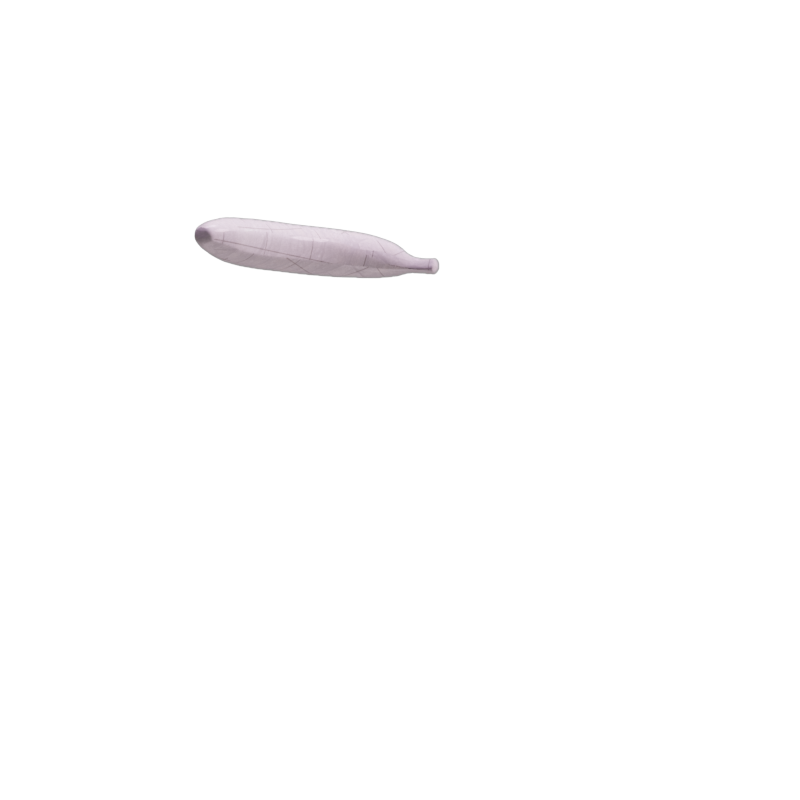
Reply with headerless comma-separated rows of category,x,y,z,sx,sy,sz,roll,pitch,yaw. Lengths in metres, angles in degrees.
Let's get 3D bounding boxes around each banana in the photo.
banana,-0.070,-0.115,0.828,0.191,0.037,0.071,2,-5,-29
